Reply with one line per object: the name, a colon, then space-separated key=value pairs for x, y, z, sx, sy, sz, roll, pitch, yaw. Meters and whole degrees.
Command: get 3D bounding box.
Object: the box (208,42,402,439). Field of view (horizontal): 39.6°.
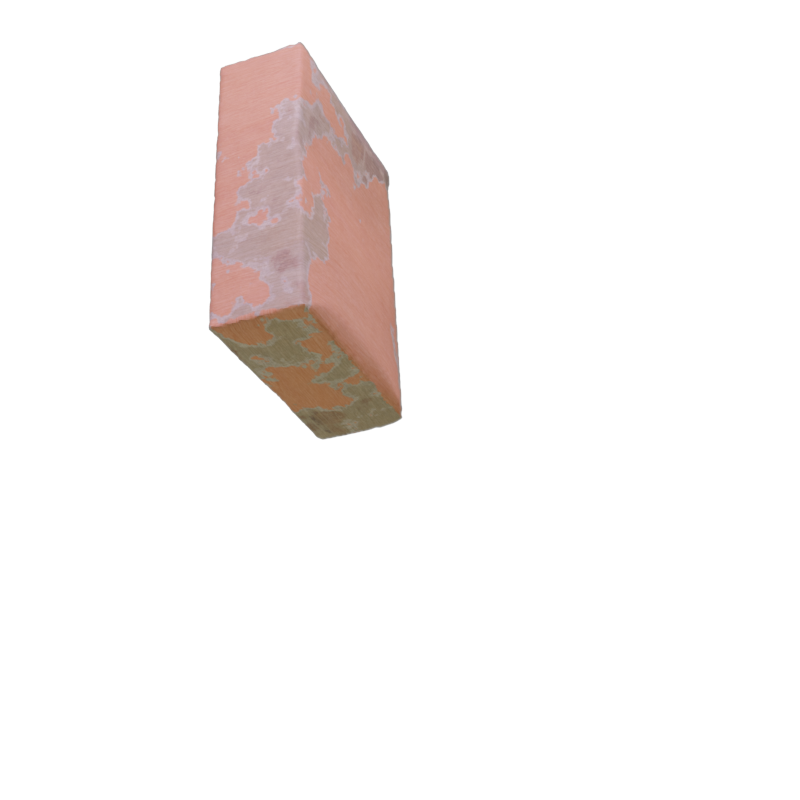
box: x=-0.058 y=-0.107 z=0.746 sx=0.073 sy=0.228 sz=0.152 roll=-15 pitch=-34 yaw=18
